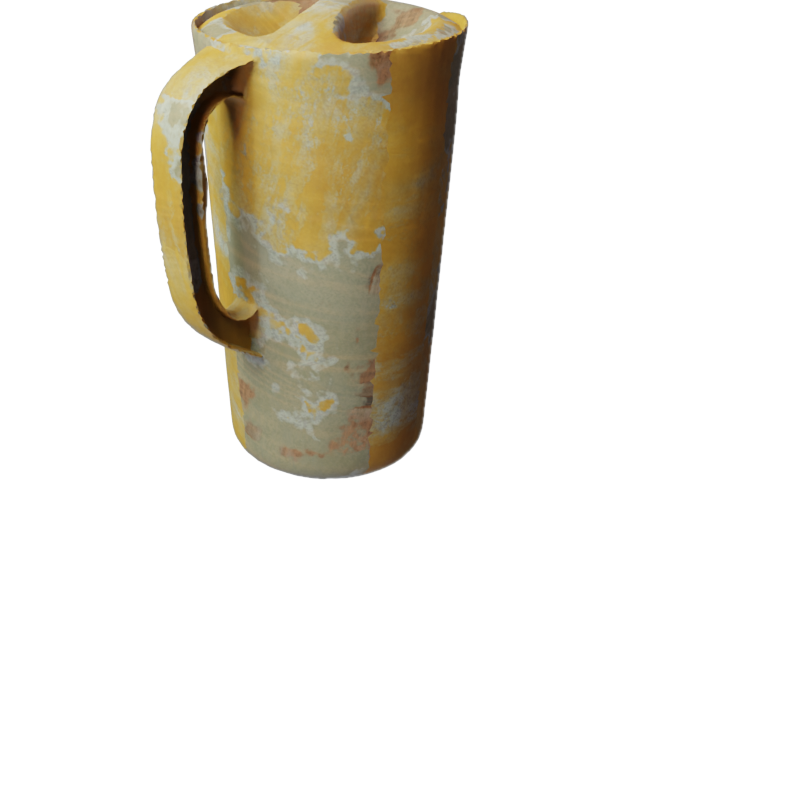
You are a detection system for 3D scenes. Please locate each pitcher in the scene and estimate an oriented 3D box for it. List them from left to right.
[{"bbox_3d":[-0.045,-0.082,0.574,0.148,0.230,0.154,-1,26,-5],"label":"pitcher"}]
